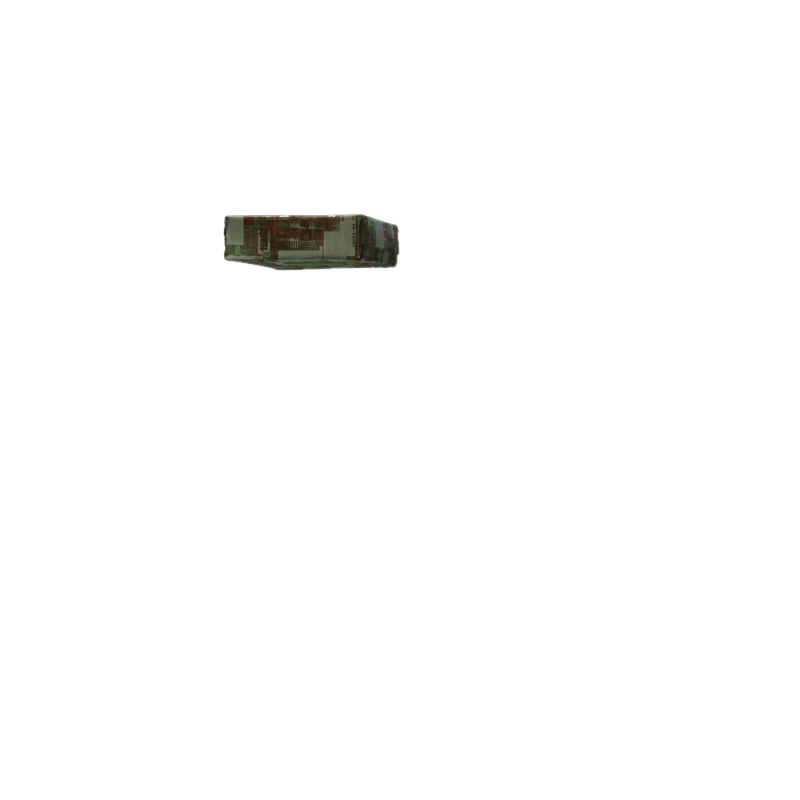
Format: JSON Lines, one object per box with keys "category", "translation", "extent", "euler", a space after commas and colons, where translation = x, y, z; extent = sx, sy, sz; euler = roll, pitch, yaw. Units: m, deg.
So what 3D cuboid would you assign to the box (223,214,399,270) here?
{"category": "box", "translation": [-0.067, -0.122, 0.852], "extent": [0.116, 0.039, 0.087], "euler": [0, 1, 19]}
